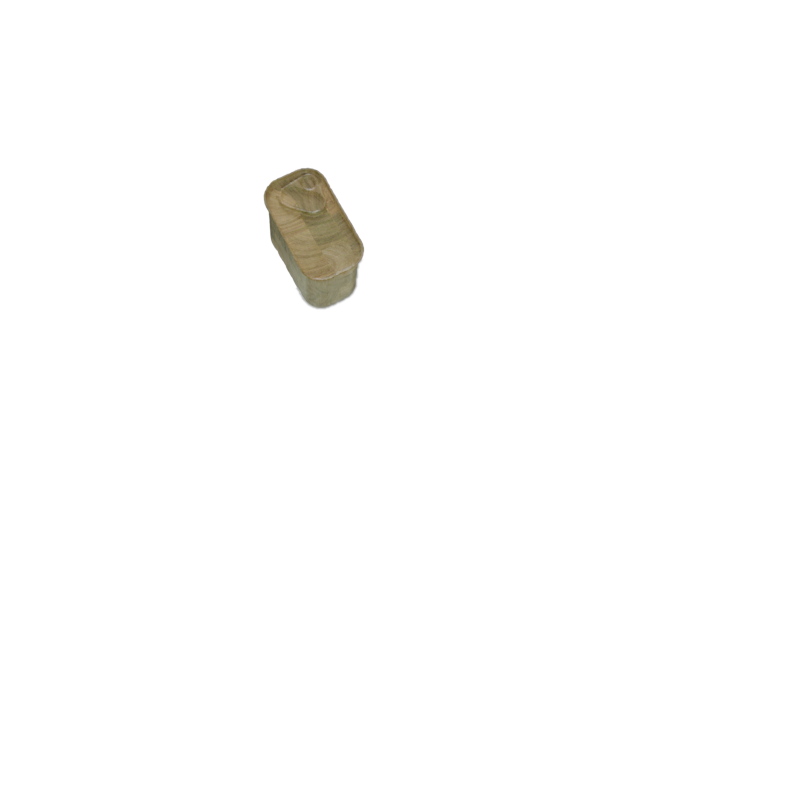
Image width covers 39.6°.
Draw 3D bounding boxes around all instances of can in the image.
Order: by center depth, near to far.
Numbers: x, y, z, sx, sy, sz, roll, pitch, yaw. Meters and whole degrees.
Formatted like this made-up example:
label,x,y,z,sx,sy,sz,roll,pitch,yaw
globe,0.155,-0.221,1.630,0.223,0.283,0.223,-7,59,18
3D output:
label,x,y,z,sx,sy,sz,roll,pitch,yaw
can,-0.076,-0.138,0.965,0.057,0.107,0.080,-26,-16,-10
